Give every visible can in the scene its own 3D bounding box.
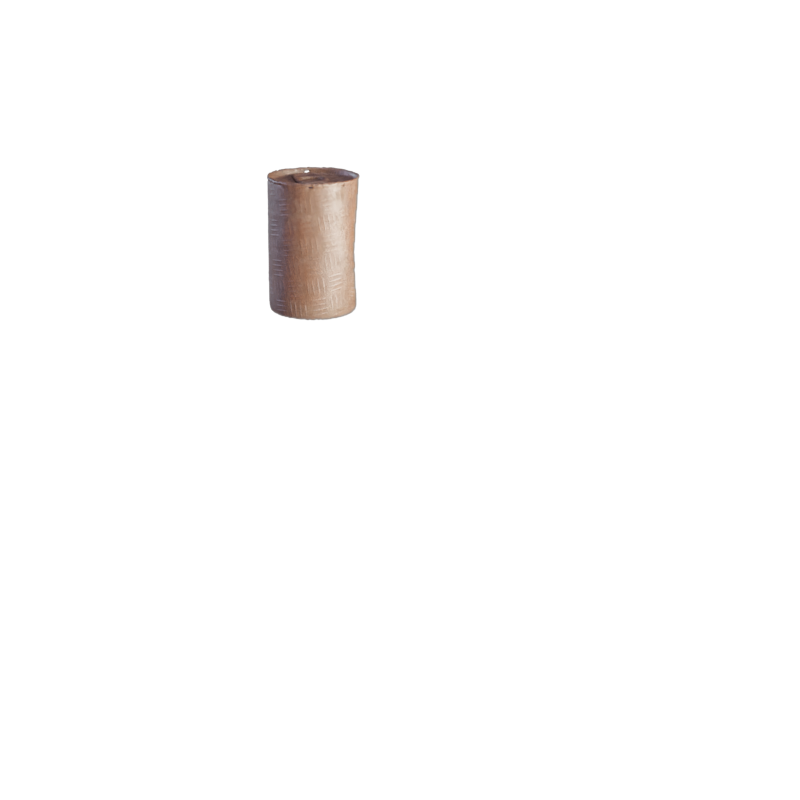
[{"bbox_3d":[-0.065,-0.118,0.825,0.068,0.099,0.071,0,17,-2],"label":"can"}]
